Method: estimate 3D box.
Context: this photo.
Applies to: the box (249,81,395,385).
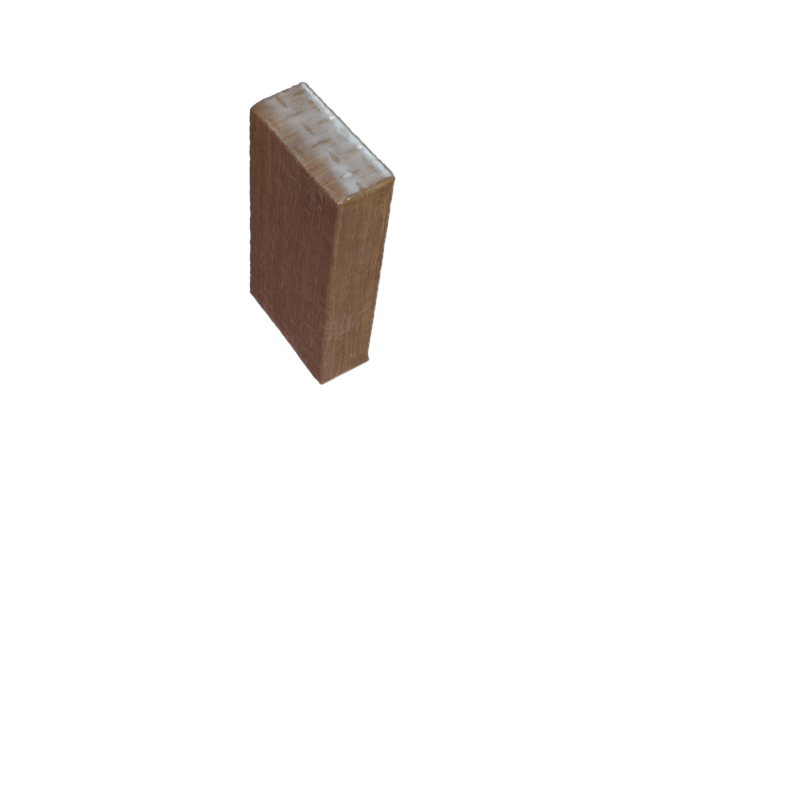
[{"bbox_3d":[-0.053,-0.096,0.673,0.048,0.100,0.165,-28,-28,-21],"label":"box"}]
